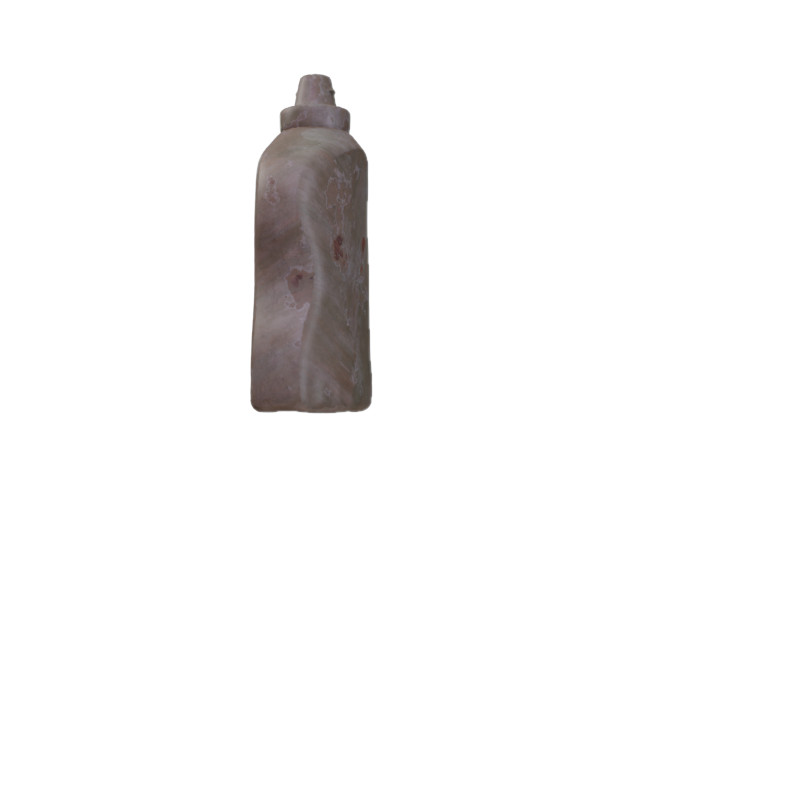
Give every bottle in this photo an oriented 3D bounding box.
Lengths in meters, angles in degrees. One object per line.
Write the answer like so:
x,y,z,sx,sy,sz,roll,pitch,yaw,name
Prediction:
-0.049,-0.090,0.630,0.060,0.195,0.092,-3,-7,24,bottle
